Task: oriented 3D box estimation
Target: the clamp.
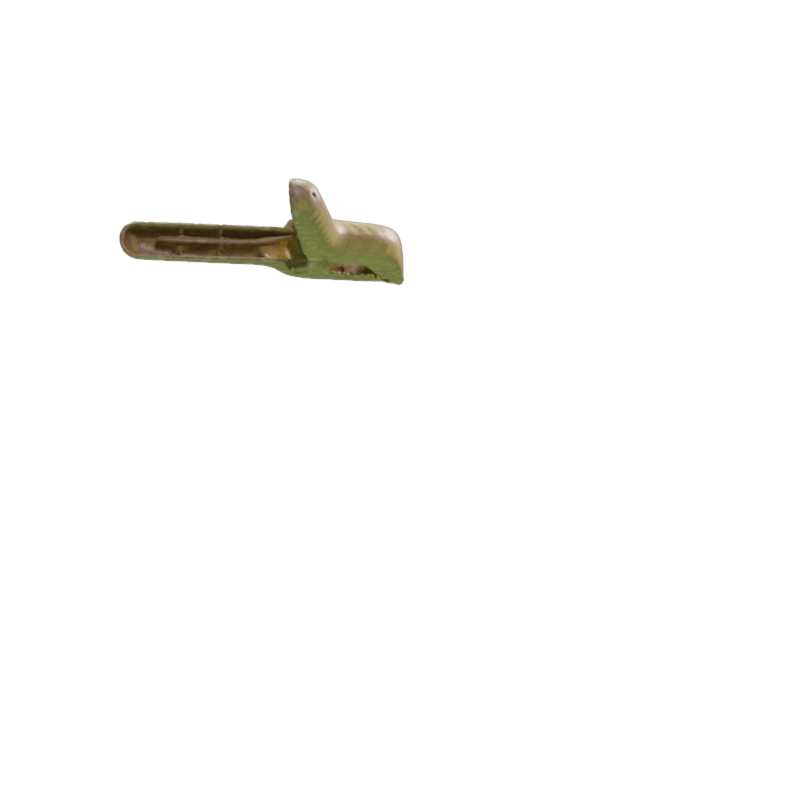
[{"bbox_3d":[-0.058,-0.106,0.746,0.200,0.037,0.169,5,-7,-44],"label":"clamp"}]
